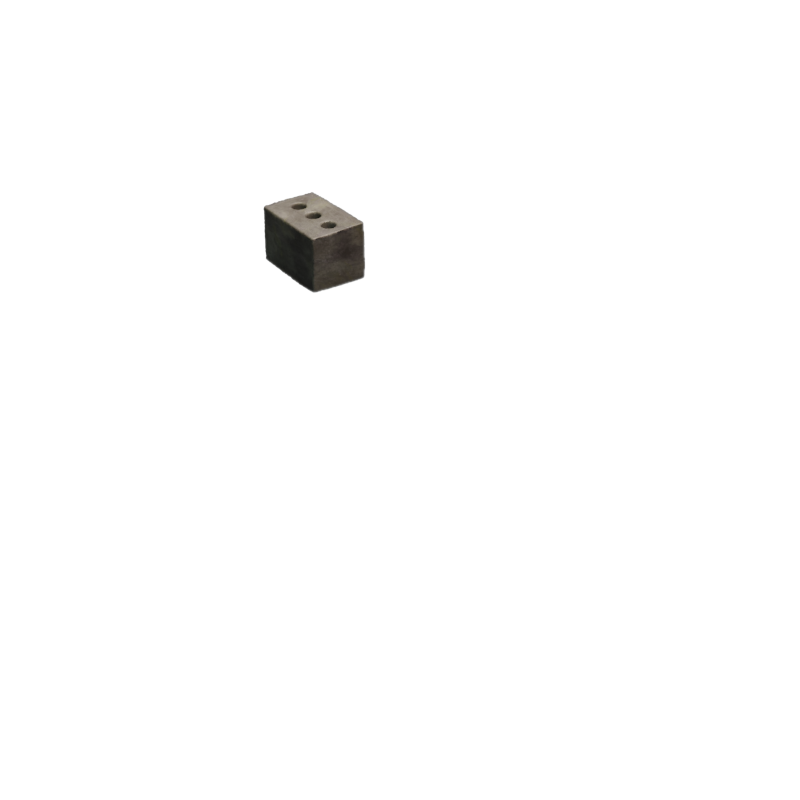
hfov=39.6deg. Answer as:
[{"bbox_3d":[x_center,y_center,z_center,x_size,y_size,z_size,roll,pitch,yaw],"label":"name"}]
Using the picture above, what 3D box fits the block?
[{"bbox_3d":[-0.073,-0.133,0.928,0.052,0.048,0.084,-20,37,-31],"label":"block"}]
